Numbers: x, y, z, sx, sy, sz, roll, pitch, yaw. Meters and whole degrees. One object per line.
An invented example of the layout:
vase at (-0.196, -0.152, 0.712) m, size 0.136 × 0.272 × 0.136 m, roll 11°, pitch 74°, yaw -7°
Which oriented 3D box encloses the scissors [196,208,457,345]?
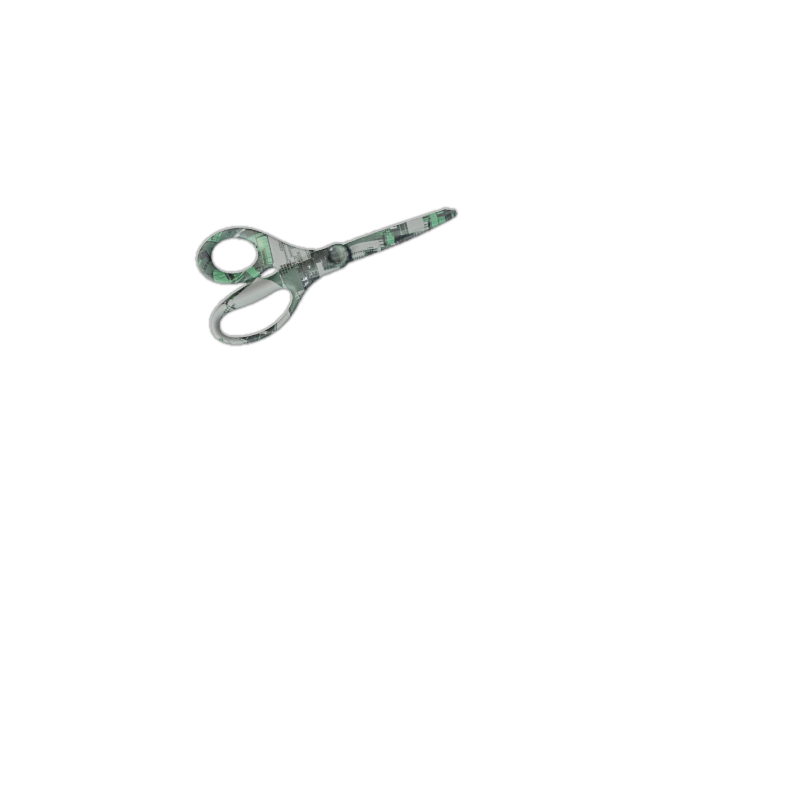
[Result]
scissors at (-0.065, -0.119, 0.831) m, size 0.202 × 0.099 × 0.015 m, roll -37°, pitch -9°, yaw -7°
